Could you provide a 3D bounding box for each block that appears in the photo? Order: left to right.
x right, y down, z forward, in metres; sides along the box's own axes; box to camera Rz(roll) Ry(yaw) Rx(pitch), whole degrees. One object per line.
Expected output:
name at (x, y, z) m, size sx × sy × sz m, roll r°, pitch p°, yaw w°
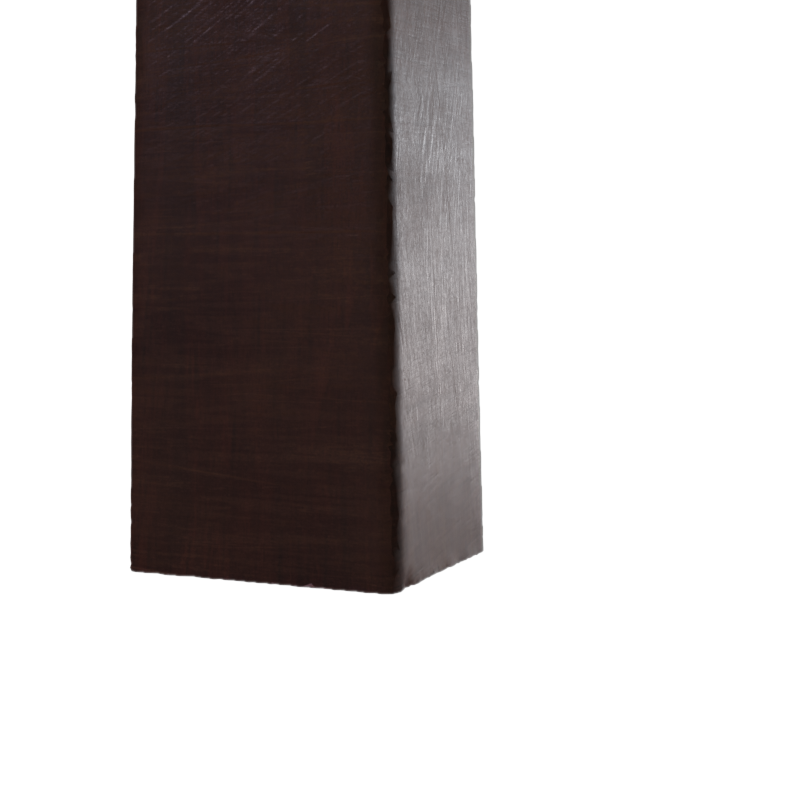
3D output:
block at (-0.029, -0.053, 0.369) m, size 0.093 × 0.209 × 0.087 m, roll -3°, pitch -6°, yaw 23°
